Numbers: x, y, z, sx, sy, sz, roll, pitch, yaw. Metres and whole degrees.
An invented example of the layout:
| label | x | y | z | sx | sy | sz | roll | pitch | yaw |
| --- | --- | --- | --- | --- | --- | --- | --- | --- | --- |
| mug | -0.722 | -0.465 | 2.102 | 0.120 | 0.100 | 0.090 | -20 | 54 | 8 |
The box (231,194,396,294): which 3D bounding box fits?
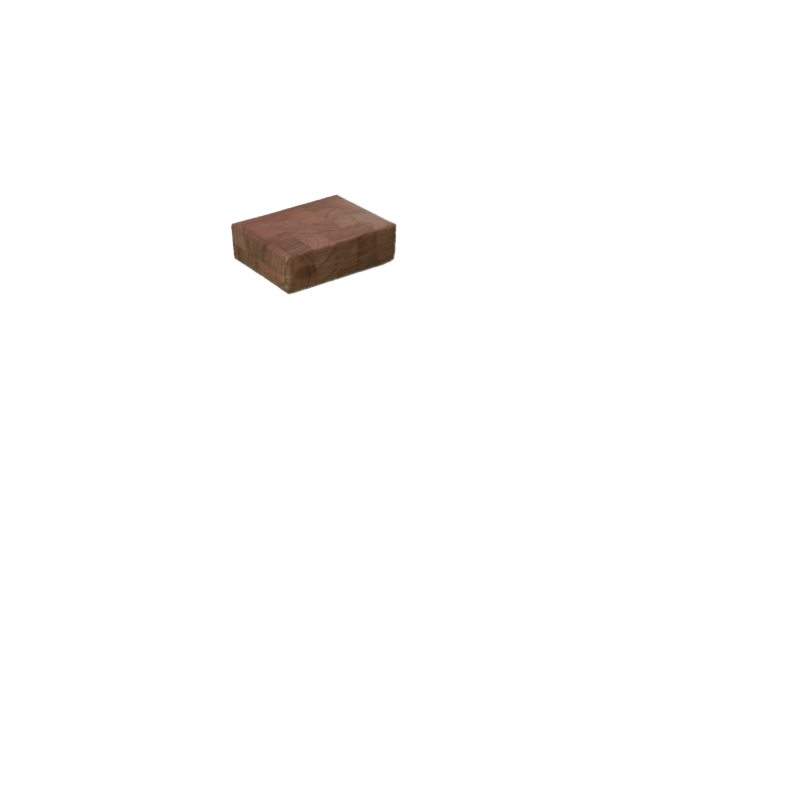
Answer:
| label | x | y | z | sx | sy | sz | roll | pitch | yaw |
| --- | --- | --- | --- | --- | --- | --- | --- | --- | --- |
| box | -0.073 | -0.134 | 0.940 | 0.112 | 0.037 | 0.096 | -19 | 35 | -31 |
